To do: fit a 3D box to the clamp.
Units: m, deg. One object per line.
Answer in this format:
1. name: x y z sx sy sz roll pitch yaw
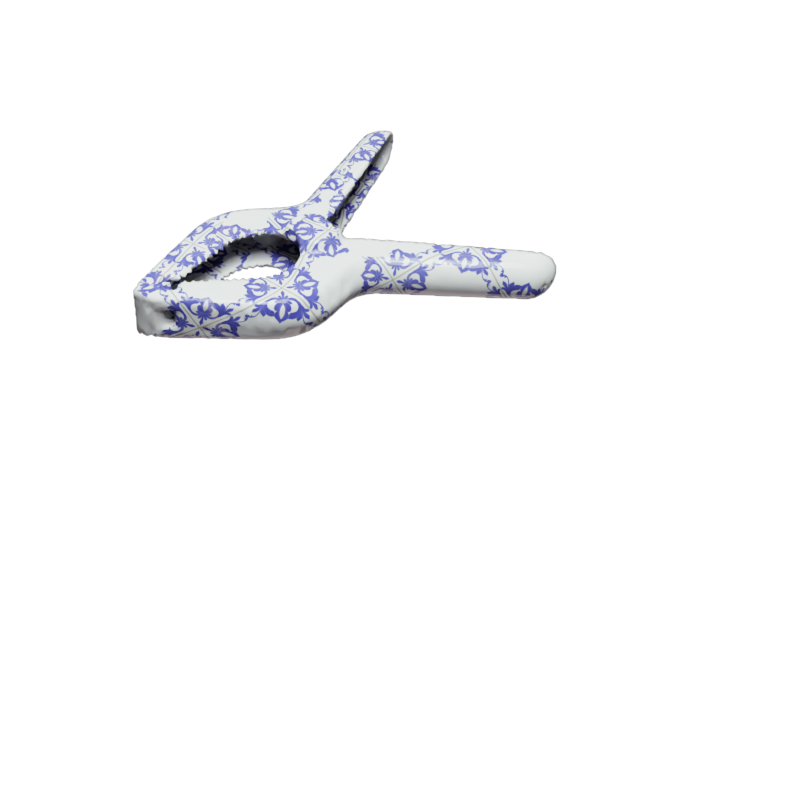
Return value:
1. clamp: -0.047 -0.085 0.598 0.207 0.034 0.178 -17 43 -19
